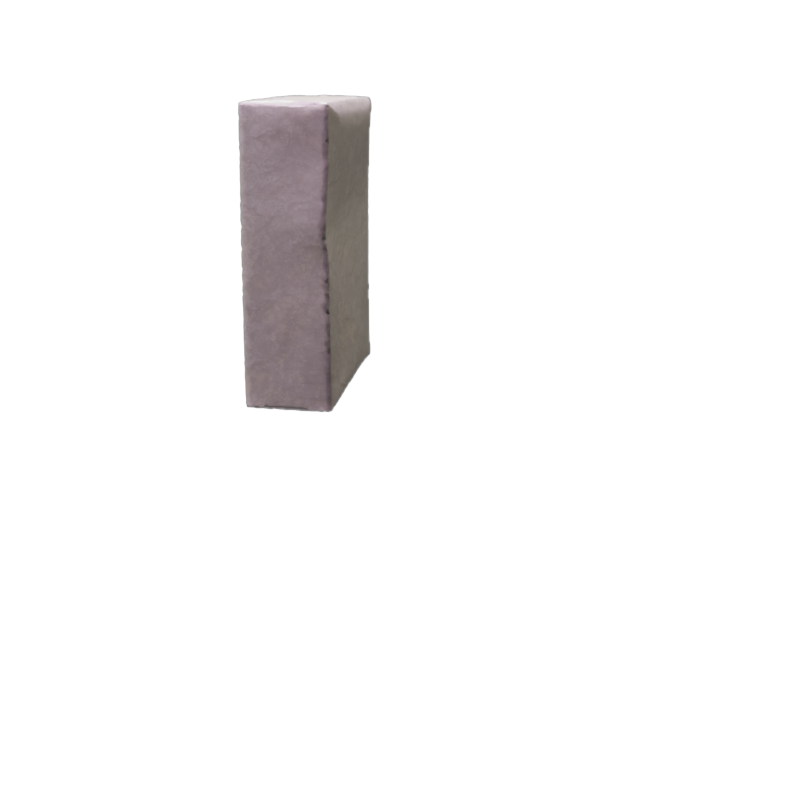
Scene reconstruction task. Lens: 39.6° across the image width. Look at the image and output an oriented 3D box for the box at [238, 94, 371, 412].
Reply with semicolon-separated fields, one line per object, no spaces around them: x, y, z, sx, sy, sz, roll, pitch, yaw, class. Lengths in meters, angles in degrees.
-0.065;-0.118;0.825;0.073;0.208;0.166;2;12;8;box
